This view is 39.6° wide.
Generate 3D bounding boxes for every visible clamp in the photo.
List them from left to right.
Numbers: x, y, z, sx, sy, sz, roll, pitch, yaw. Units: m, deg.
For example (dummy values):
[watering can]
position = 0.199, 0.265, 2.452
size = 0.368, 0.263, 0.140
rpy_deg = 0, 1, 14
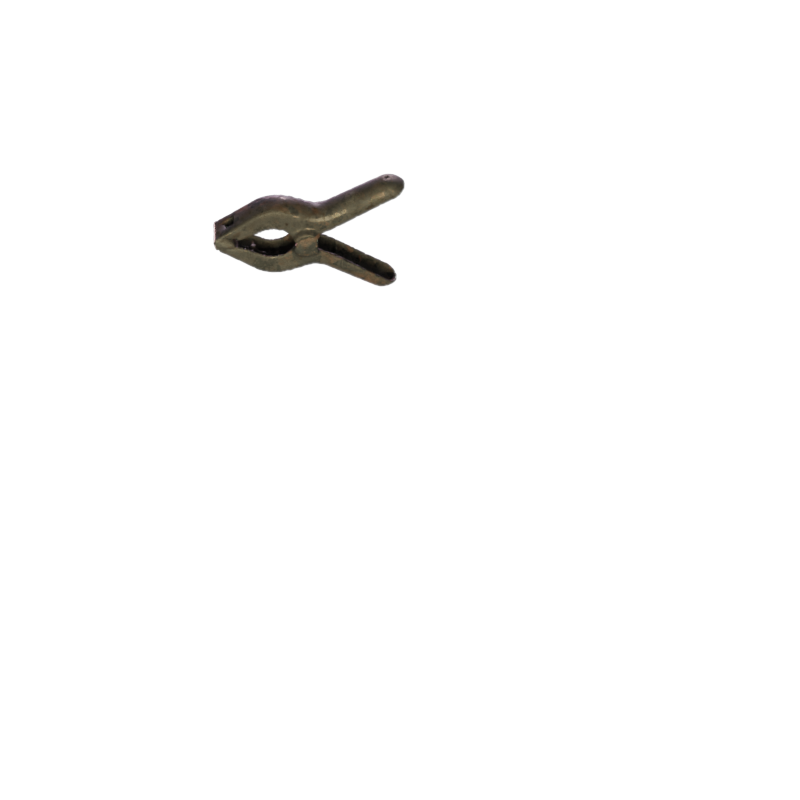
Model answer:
[clamp]
position = -0.077, -0.140, 0.984
size = 0.172, 0.112, 0.042
rpy_deg = -6, 38, 4
